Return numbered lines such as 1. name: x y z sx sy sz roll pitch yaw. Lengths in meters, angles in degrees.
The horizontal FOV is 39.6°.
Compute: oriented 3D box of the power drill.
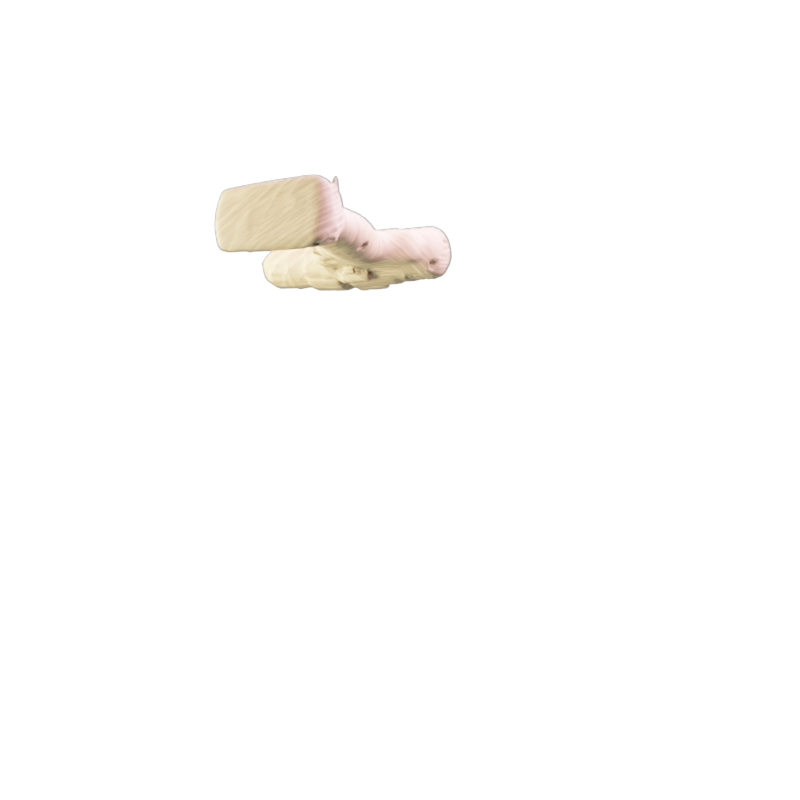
1. power drill: -0.073 -0.133 0.933 0.189 0.059 0.178 -4 -8 28
